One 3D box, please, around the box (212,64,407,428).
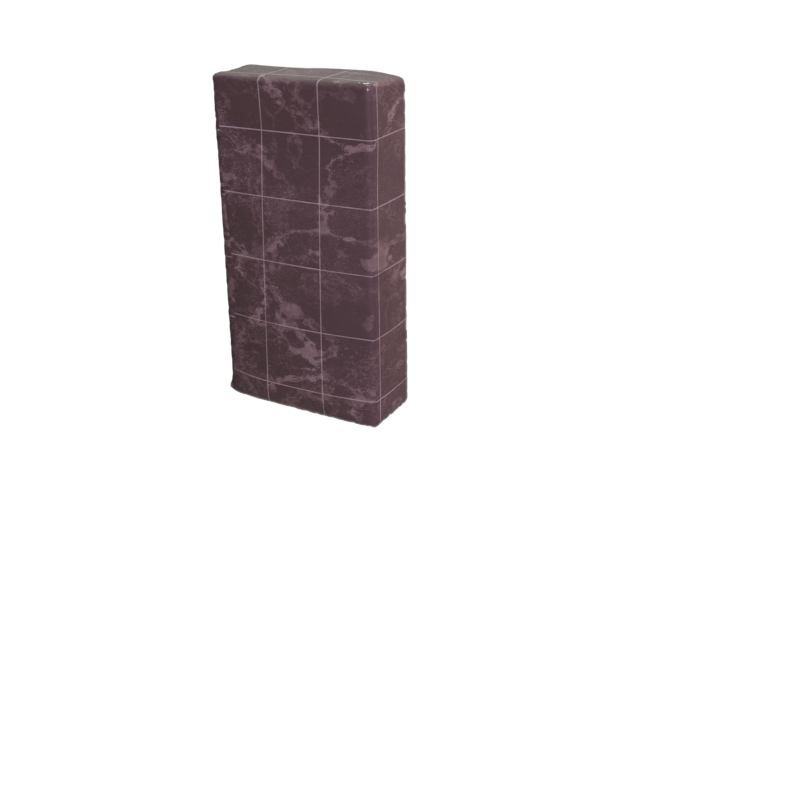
[{"bbox_3d":[-0.045,-0.082,0.573,0.097,0.169,0.048,11,20,28],"label":"box"}]
